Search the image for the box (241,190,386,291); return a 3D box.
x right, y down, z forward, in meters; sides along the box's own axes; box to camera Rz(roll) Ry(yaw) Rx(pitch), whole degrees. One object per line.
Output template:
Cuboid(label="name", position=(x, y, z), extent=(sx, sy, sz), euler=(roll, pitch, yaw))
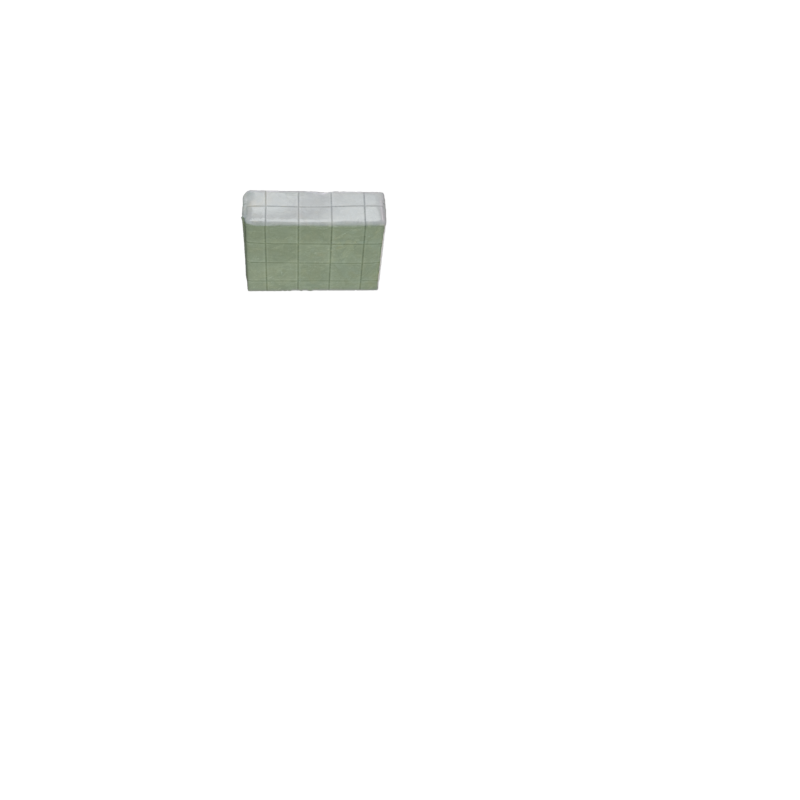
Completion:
Cuboid(label="box", position=(-0.056, -0.101, 0.710), extent=(0.089, 0.032, 0.068), euler=(1, -32, -2))
